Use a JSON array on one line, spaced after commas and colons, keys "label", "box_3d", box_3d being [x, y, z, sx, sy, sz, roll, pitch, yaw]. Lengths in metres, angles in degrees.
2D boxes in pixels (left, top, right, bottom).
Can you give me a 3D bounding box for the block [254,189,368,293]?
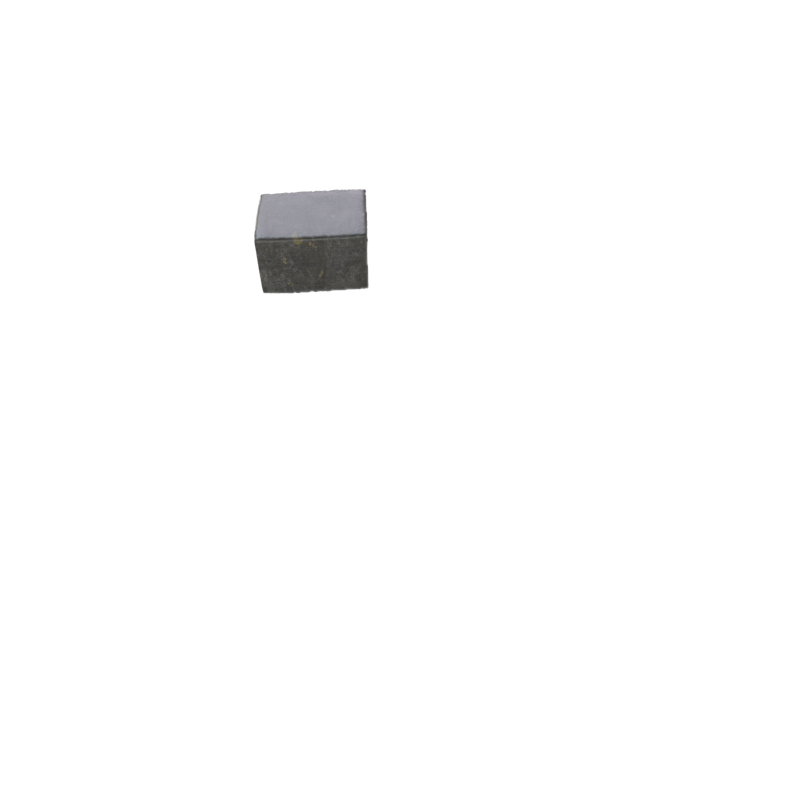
[{"label": "block", "box_3d": [-0.061, -0.112, 0.784, 0.078, 0.049, 0.055, -2, 45, 1]}]
